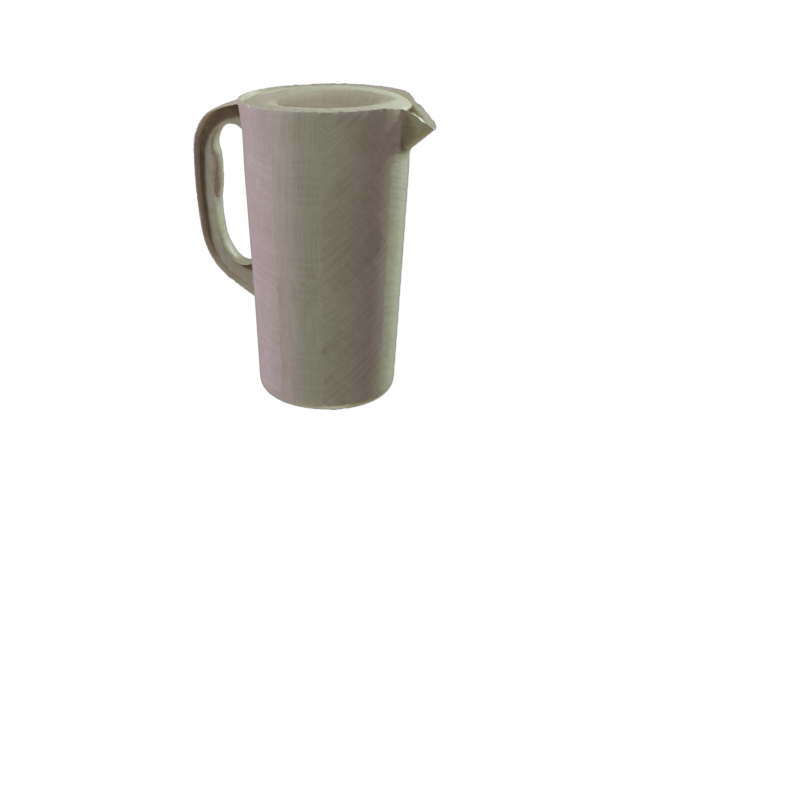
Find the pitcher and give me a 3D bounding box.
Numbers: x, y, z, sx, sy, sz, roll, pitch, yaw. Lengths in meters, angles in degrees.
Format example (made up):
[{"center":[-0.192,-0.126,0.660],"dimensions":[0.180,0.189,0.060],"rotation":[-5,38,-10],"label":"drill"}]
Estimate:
[{"center":[-0.068,-0.123,0.863],"dimensions":[0.142,0.233,0.159],"rotation":[-10,22,-30],"label":"pitcher"}]
